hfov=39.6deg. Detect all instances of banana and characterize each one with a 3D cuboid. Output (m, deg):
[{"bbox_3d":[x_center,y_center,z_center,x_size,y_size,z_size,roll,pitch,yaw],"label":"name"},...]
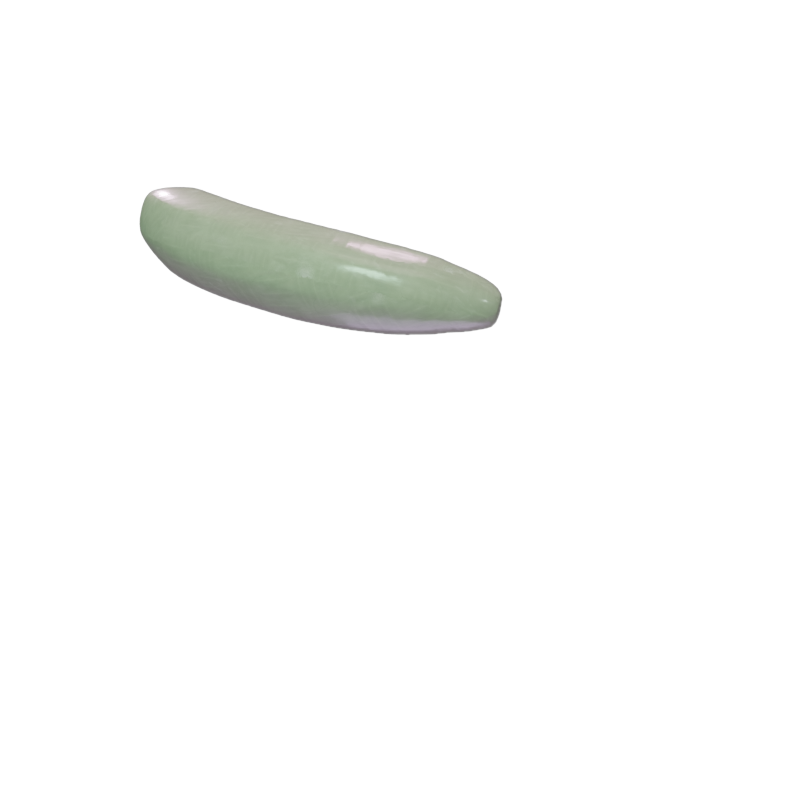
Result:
[{"bbox_3d":[-0.052,-0.062,0.452,0.068,0.035,0.211,-18,30,-37],"label":"banana"}]
